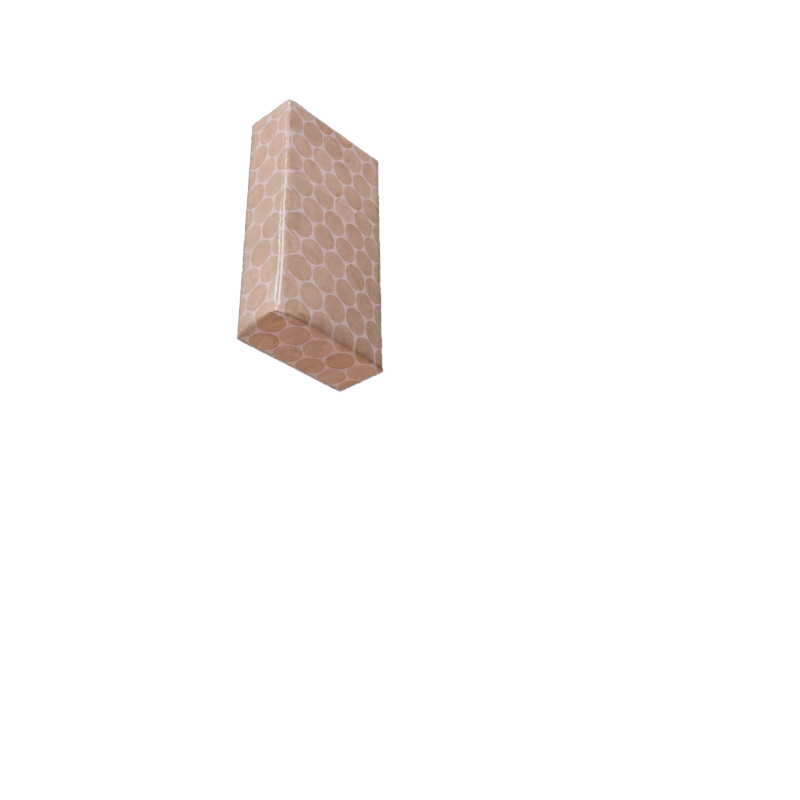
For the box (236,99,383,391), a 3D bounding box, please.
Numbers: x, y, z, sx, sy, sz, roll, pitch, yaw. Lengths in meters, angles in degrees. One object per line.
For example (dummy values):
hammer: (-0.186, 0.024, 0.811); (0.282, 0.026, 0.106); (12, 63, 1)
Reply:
box: (-0.057, -0.104, 0.731); (0.048, 0.189, 0.087); (-31, -45, 33)
